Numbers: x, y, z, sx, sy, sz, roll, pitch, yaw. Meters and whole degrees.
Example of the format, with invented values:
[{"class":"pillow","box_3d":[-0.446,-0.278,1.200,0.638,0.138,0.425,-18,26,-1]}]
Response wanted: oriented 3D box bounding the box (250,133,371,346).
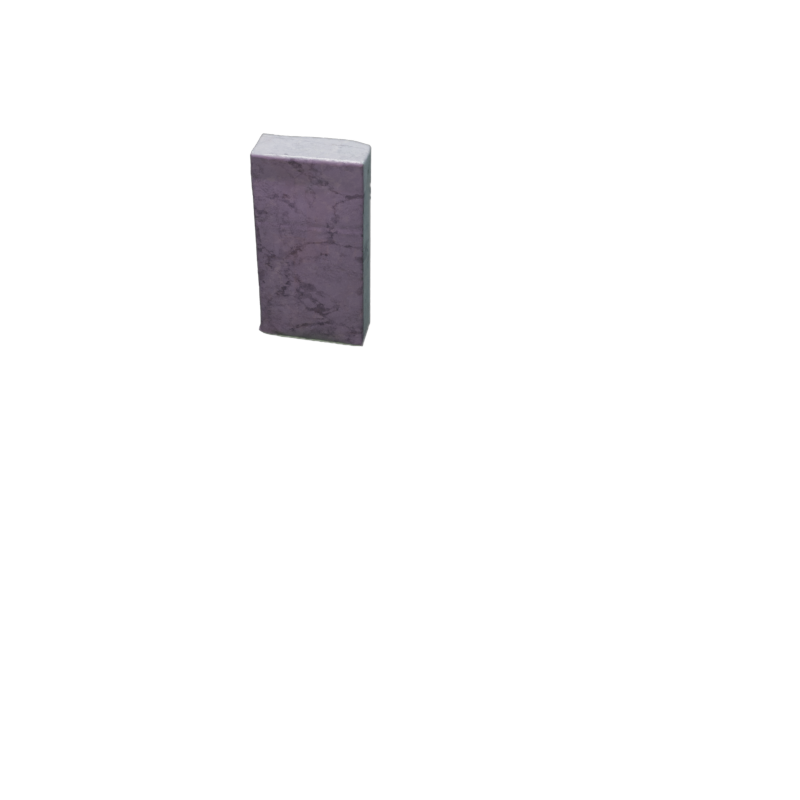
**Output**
[{"class":"box","box_3d":[-0.071,-0.131,0.915,0.095,0.166,0.050,8,32,9]}]
